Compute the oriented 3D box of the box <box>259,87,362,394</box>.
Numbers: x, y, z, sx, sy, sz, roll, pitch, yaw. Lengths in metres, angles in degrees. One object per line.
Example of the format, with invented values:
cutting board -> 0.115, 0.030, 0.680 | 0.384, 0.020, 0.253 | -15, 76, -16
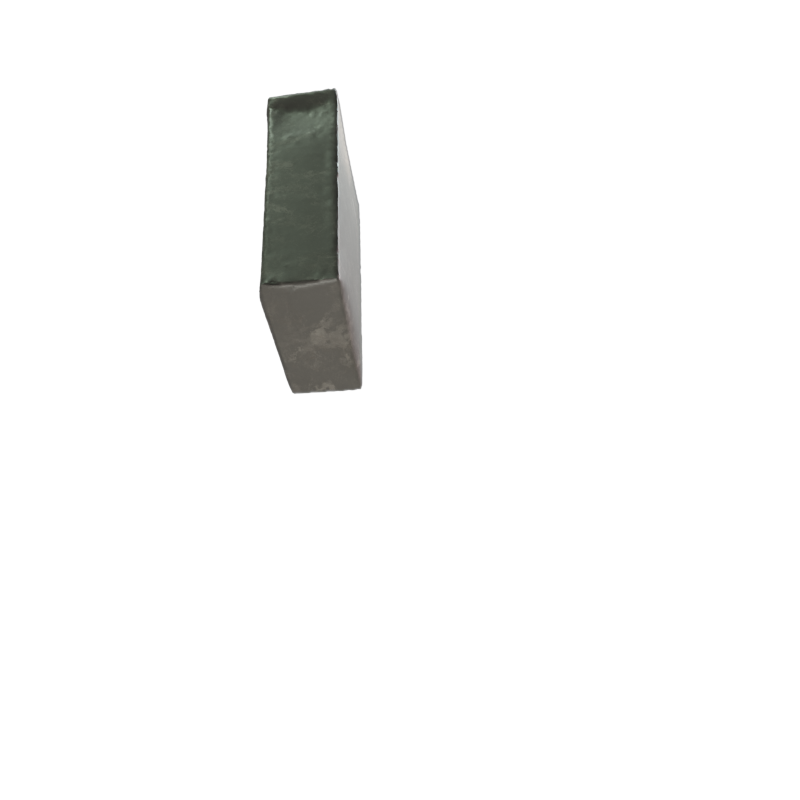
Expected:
box -> -0.076, -0.139, 0.972 | 0.072, 0.229, 0.152 | -5, -35, 4
